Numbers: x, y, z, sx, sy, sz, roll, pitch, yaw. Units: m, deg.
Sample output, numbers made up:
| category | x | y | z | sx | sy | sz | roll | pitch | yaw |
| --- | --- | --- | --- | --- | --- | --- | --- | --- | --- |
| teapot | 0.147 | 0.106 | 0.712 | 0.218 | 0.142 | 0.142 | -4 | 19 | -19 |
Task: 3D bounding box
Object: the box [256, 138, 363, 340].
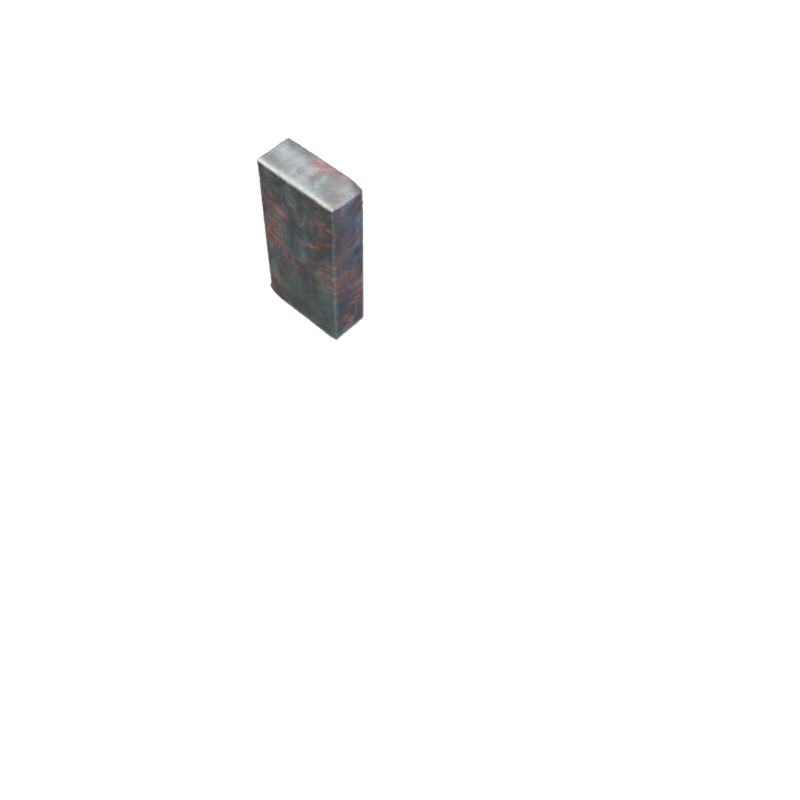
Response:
| category | x | y | z | sx | sy | sz | roll | pitch | yaw |
| --- | --- | --- | --- | --- | --- | --- | --- | --- | --- |
| box | -0.077 | -0.142 | 0.992 | 0.099 | 0.164 | 0.048 | 39 | 59 | 24 |
